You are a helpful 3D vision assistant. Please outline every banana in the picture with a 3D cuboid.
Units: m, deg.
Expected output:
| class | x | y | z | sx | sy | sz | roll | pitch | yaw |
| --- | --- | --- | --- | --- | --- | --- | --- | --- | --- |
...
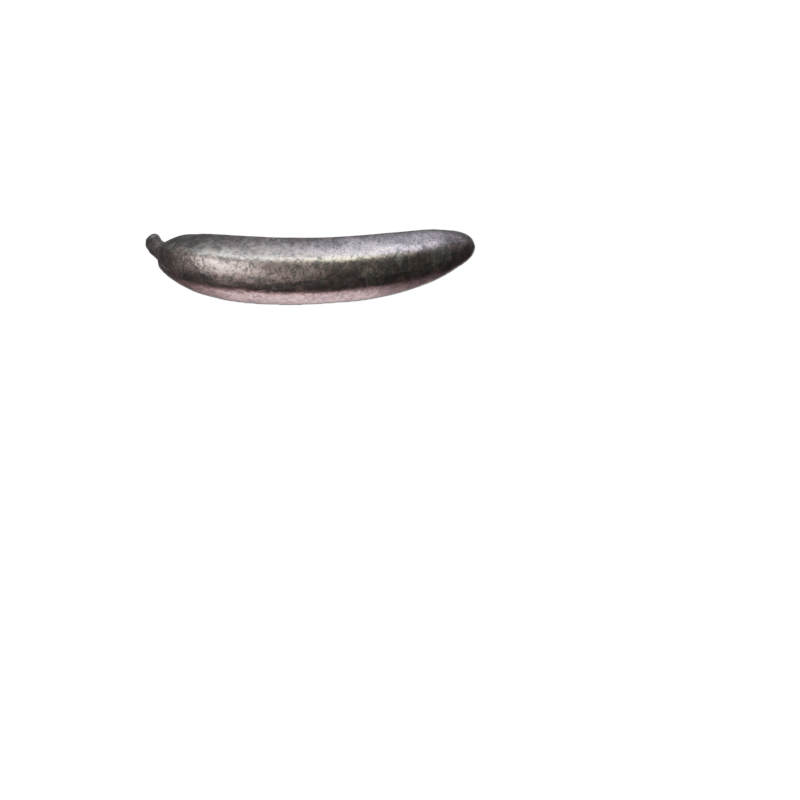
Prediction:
| class | x | y | z | sx | sy | sz | roll | pitch | yaw |
| --- | --- | --- | --- | --- | --- | --- | --- | --- | --- |
| banana | -0.055 | -0.081 | 0.636 | 0.198 | 0.034 | 0.074 | 2 | 36 | 3 |
